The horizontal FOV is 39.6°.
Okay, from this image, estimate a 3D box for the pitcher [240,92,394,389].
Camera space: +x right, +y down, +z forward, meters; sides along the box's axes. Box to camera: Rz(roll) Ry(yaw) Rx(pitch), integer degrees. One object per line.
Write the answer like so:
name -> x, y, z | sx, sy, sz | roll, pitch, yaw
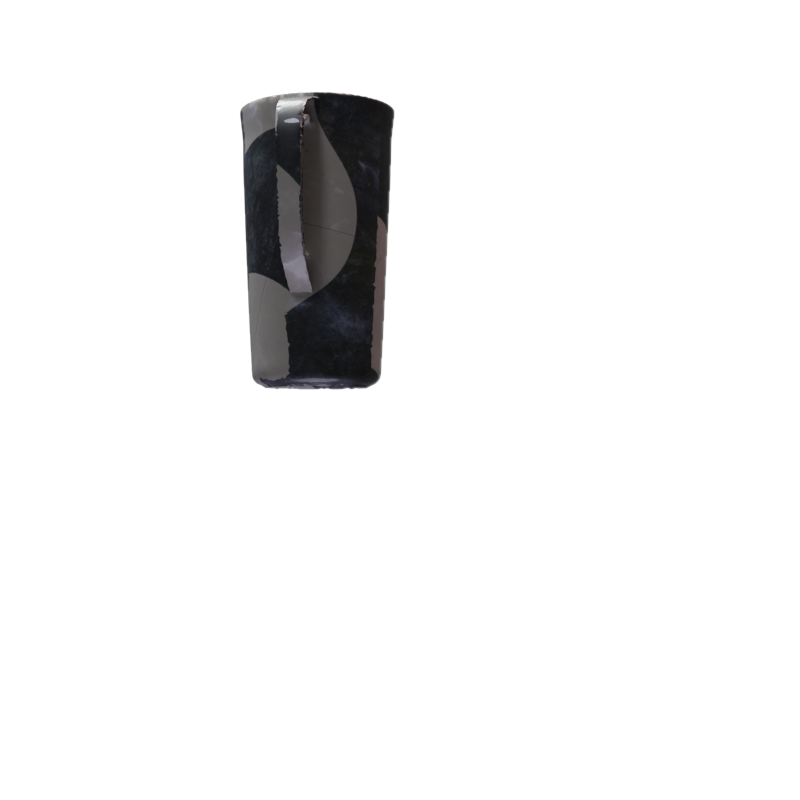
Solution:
pitcher -> -0.073, -0.133, 0.931 | 0.143, 0.248, 0.148 | 5, -9, -36
